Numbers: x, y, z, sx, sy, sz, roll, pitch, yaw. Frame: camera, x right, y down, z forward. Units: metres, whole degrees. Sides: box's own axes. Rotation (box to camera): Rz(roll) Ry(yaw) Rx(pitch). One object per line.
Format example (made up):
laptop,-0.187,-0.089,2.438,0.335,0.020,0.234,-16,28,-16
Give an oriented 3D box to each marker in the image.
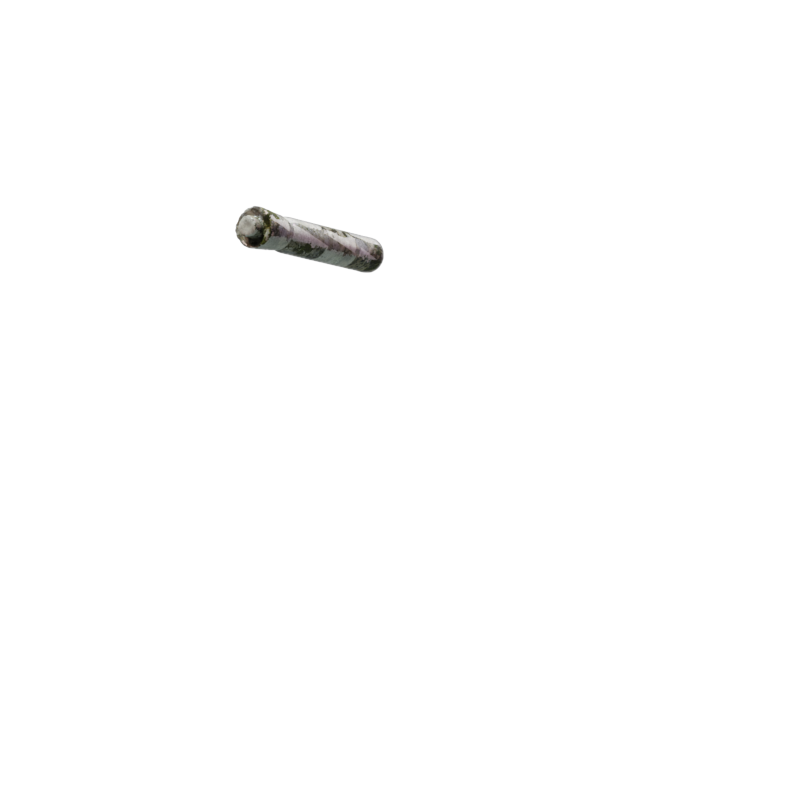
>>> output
marker,-0.042,-0.076,0.531,0.020,0.020,0.116,2,1,26
